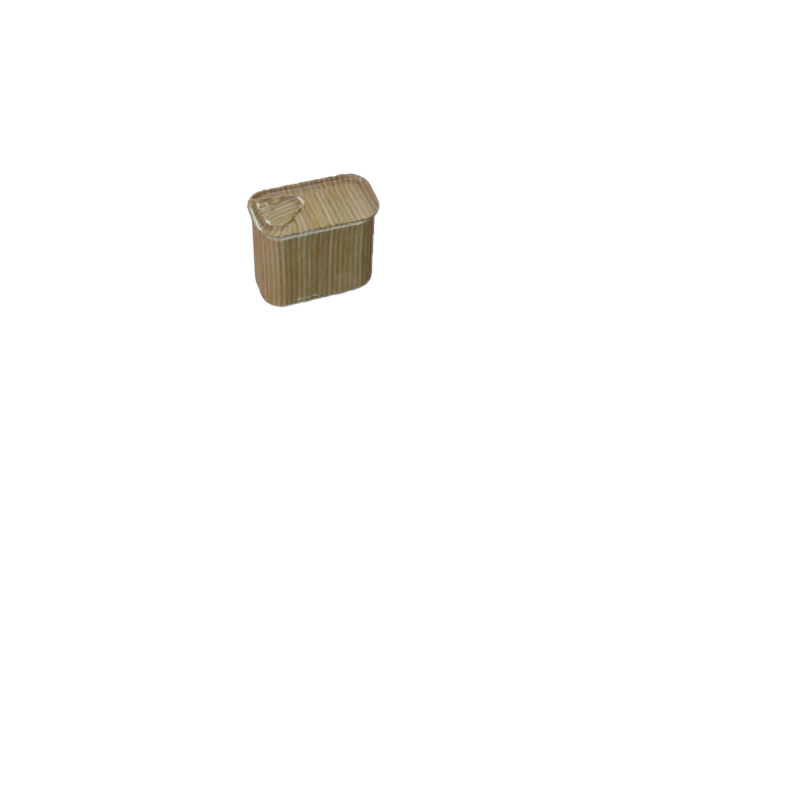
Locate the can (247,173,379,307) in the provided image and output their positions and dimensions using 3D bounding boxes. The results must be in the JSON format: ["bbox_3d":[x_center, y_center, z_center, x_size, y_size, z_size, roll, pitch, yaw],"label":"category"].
[{"bbox_3d":[-0.071,-0.129,0.902,0.101,0.062,0.078,-13,-40,-13],"label":"can"}]
